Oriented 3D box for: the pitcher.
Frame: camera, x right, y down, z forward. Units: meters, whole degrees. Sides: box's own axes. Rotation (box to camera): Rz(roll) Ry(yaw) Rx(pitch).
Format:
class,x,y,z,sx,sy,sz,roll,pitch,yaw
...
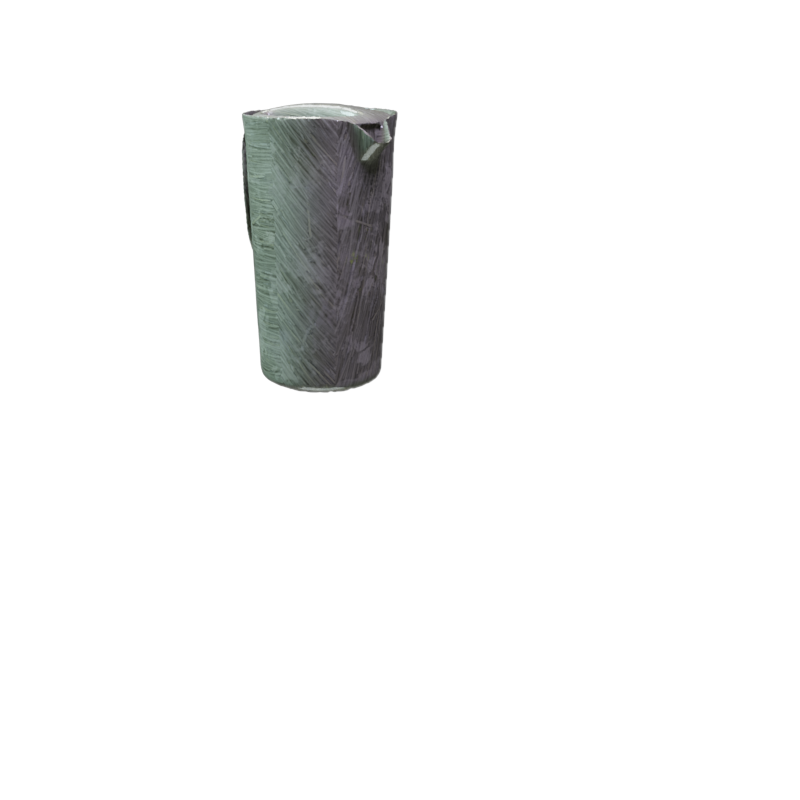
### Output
class,x,y,z,sx,sy,sz,roll,pitch,yaw
pitcher,-0.076,-0.139,0.976,0.146,0.236,0.153,1,13,3
